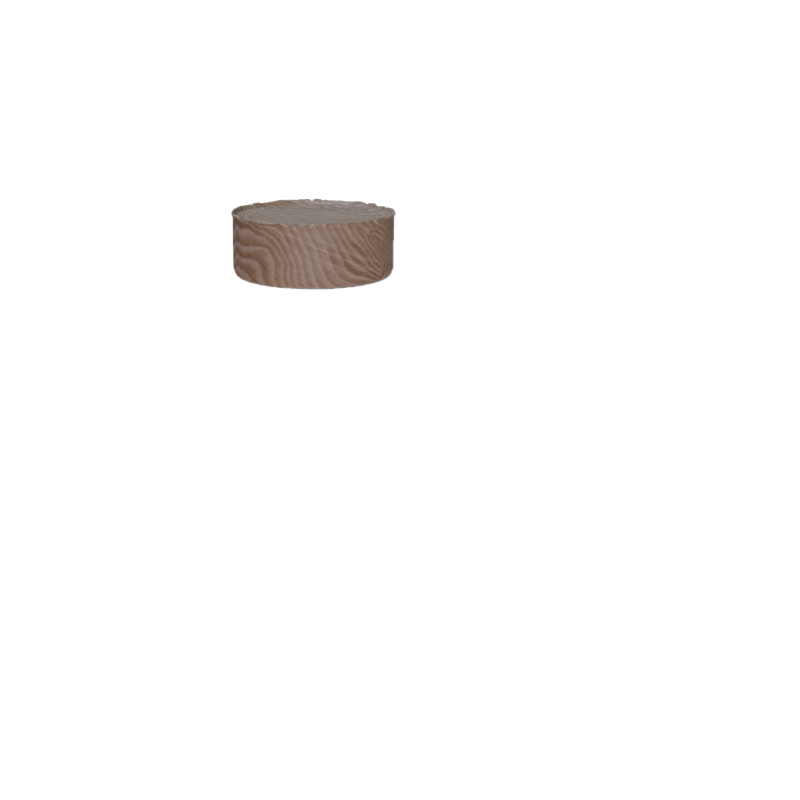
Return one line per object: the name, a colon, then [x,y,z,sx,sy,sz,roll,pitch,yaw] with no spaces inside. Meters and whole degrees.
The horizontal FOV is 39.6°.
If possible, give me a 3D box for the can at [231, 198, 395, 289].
can: [-0.045,-0.083,0.581,0.086,0.032,0.089,-1,17,-2]
